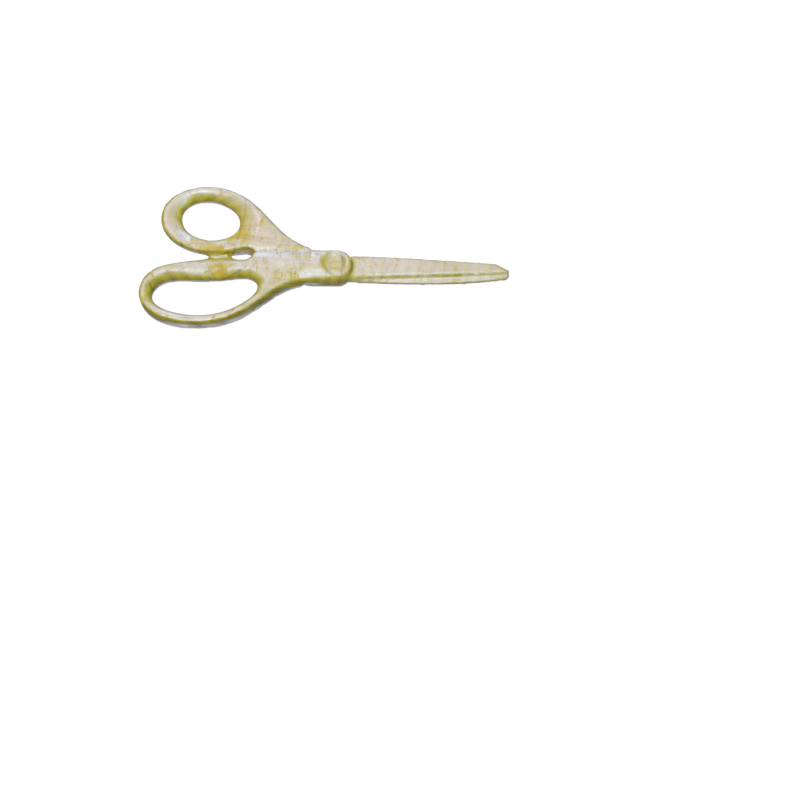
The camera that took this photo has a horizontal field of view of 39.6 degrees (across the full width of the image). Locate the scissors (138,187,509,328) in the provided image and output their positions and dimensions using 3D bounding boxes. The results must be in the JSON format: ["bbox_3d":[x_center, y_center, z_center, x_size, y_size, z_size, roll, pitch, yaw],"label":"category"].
[{"bbox_3d":[-0.049,-0.089,0.626,0.200,0.103,0.015,-12,-28,-7],"label":"scissors"}]
